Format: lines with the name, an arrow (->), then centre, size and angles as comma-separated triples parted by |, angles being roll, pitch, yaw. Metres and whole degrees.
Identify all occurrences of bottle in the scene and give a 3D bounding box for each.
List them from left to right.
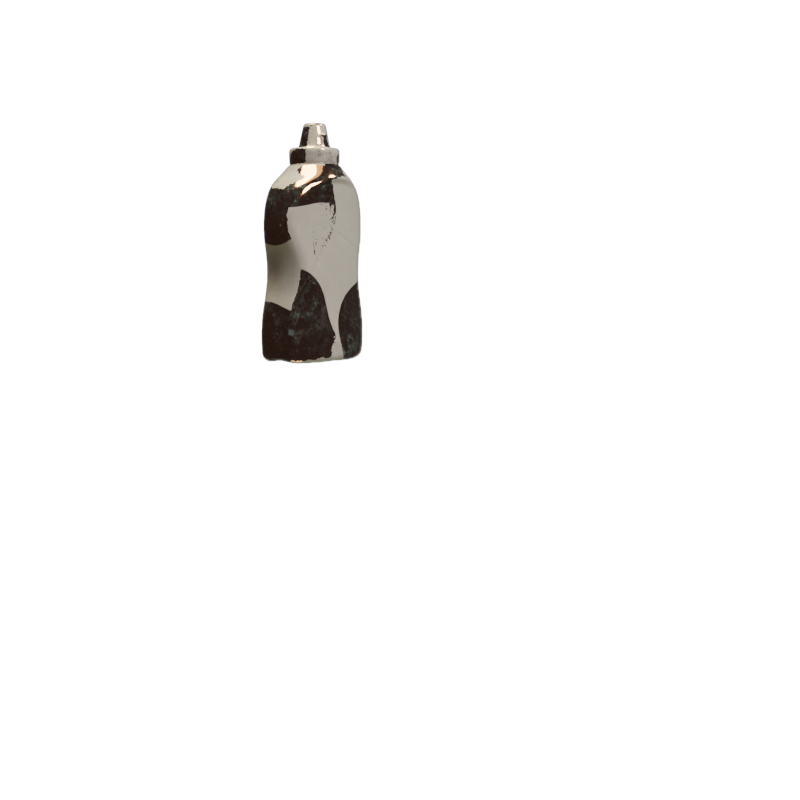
bottle -> -0.070, -0.129, 0.901 | 0.061, 0.192, 0.092 | 0, 0, 39
